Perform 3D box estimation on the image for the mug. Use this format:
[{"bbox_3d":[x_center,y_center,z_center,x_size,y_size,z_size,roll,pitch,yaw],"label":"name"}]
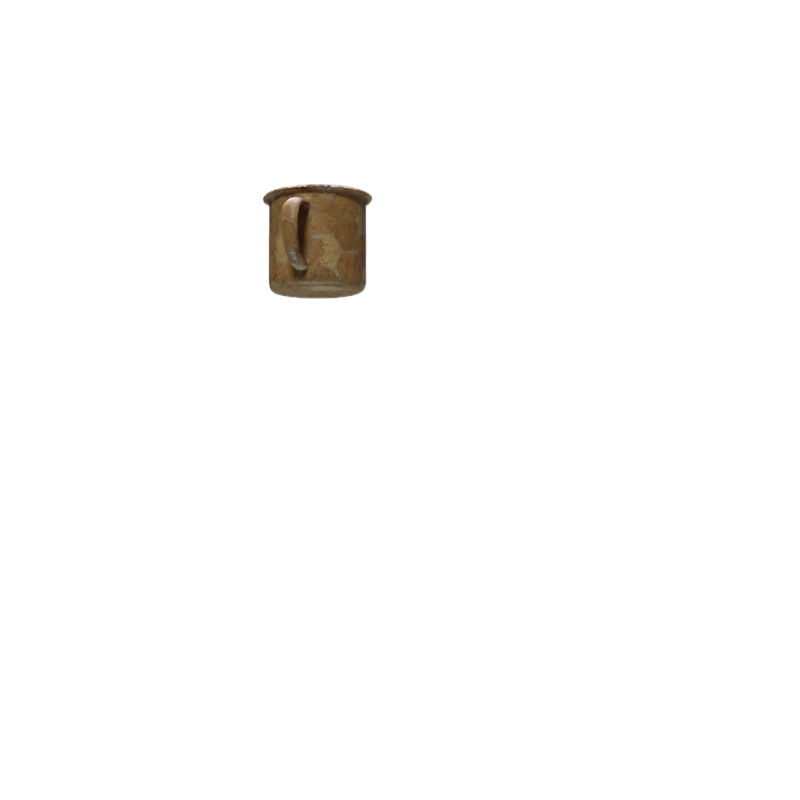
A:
[{"bbox_3d":[-0.072,-0.132,0.921,0.095,0.084,0.112,-2,-7,14],"label":"mug"}]
